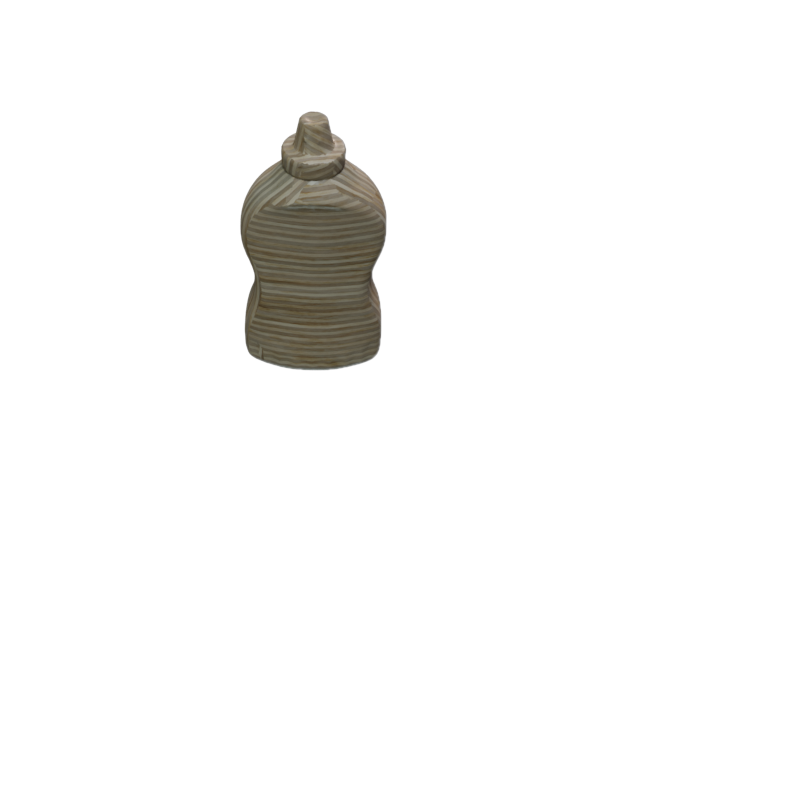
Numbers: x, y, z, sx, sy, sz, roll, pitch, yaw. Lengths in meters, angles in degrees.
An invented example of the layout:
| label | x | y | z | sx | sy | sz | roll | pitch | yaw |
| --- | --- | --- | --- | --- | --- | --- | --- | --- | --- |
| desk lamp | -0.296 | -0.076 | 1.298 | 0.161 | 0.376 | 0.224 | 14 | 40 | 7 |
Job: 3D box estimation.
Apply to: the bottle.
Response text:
| label | x | y | z | sx | sy | sz | roll | pitch | yaw |
| --- | --- | --- | --- | --- | --- | --- | --- | --- | --- |
| bottle | -0.058 | -0.106 | 0.739 | 0.096 | 0.179 | 0.062 | 3 | 42 | 0 |
